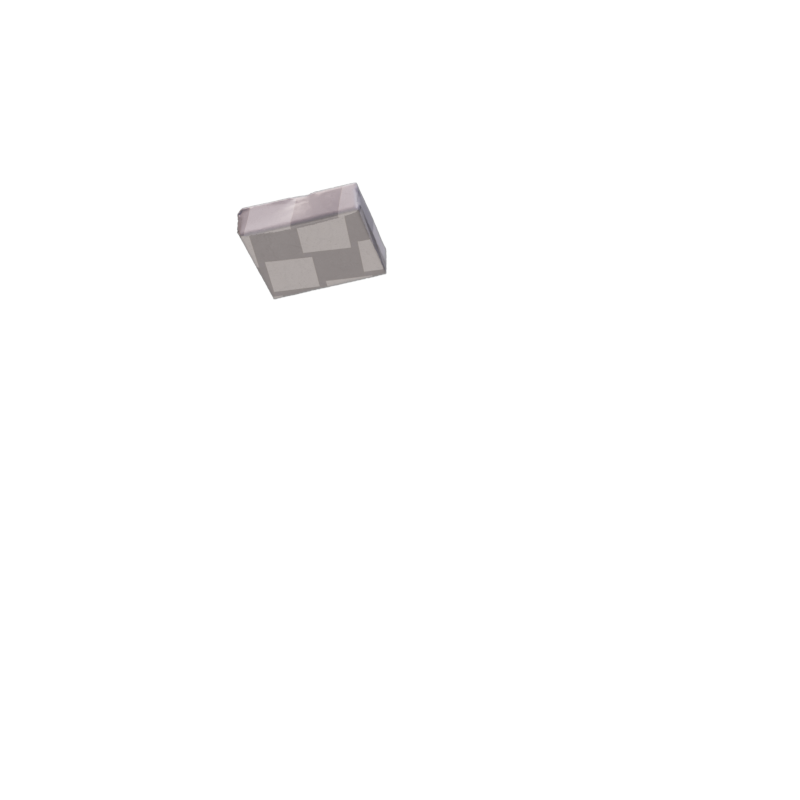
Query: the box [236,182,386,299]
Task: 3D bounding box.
[{"bbox_3d":[-0.061,-0.112,0.783,0.090,0.032,0.067,-11,-38,13],"label":"box"}]
